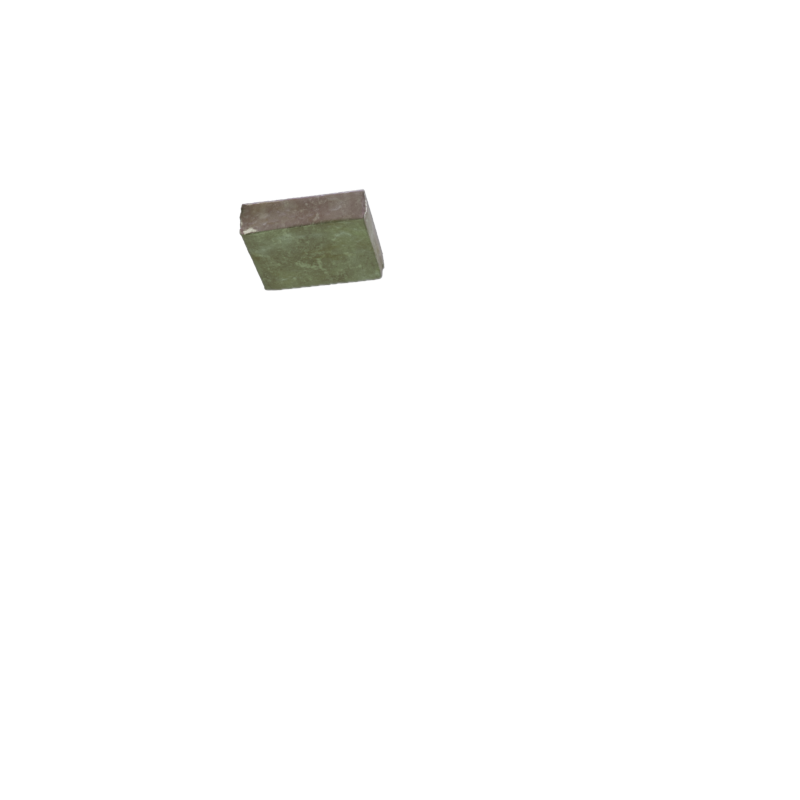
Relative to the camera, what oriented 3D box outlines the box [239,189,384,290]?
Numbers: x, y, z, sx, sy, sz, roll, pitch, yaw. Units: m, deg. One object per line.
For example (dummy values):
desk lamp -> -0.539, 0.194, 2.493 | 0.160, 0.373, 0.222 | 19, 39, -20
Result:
box -> -0.077, -0.140, 0.982 | 0.114, 0.042, 0.083 | -6, -35, 9
